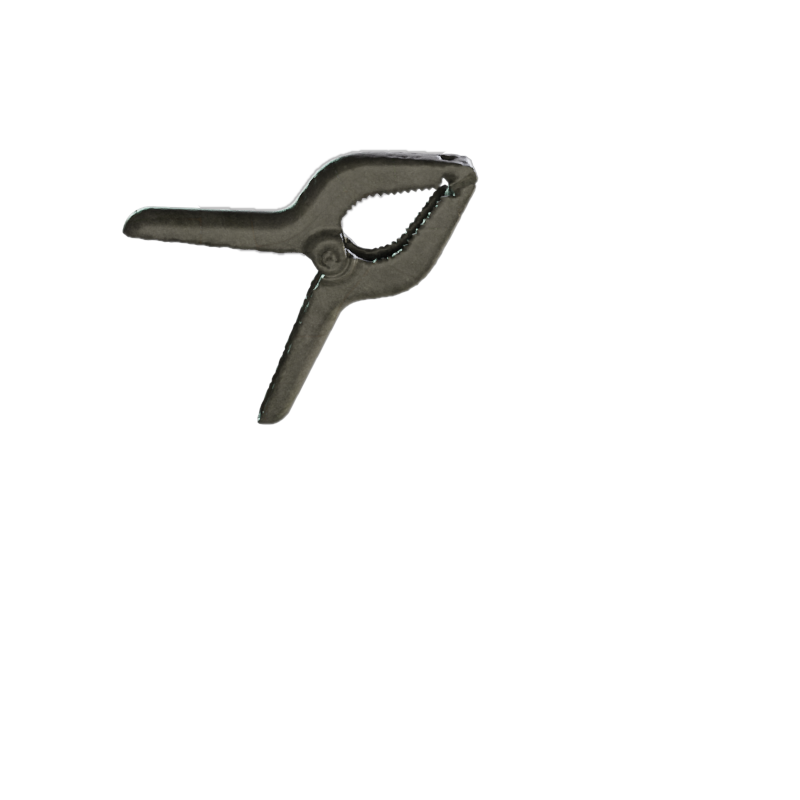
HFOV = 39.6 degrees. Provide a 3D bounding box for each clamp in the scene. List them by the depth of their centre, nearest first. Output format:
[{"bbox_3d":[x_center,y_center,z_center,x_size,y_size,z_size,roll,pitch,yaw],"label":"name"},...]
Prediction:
[{"bbox_3d":[-0.053,-0.097,0.677,0.209,0.157,0.038,-35,18,13],"label":"clamp"}]
